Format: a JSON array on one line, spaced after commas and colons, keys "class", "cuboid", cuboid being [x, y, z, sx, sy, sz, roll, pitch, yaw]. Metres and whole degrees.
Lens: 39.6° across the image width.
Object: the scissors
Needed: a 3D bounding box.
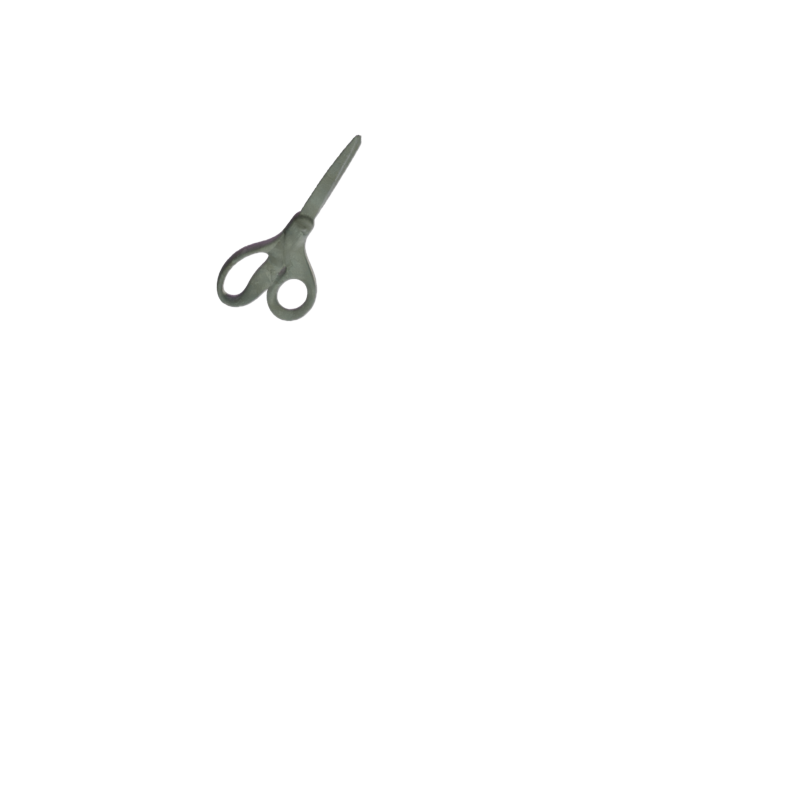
[{"class": "scissors", "cuboid": [-0.074, -0.135, 0.948, 0.200, 0.017, 0.091, -37, -60, 25]}]
